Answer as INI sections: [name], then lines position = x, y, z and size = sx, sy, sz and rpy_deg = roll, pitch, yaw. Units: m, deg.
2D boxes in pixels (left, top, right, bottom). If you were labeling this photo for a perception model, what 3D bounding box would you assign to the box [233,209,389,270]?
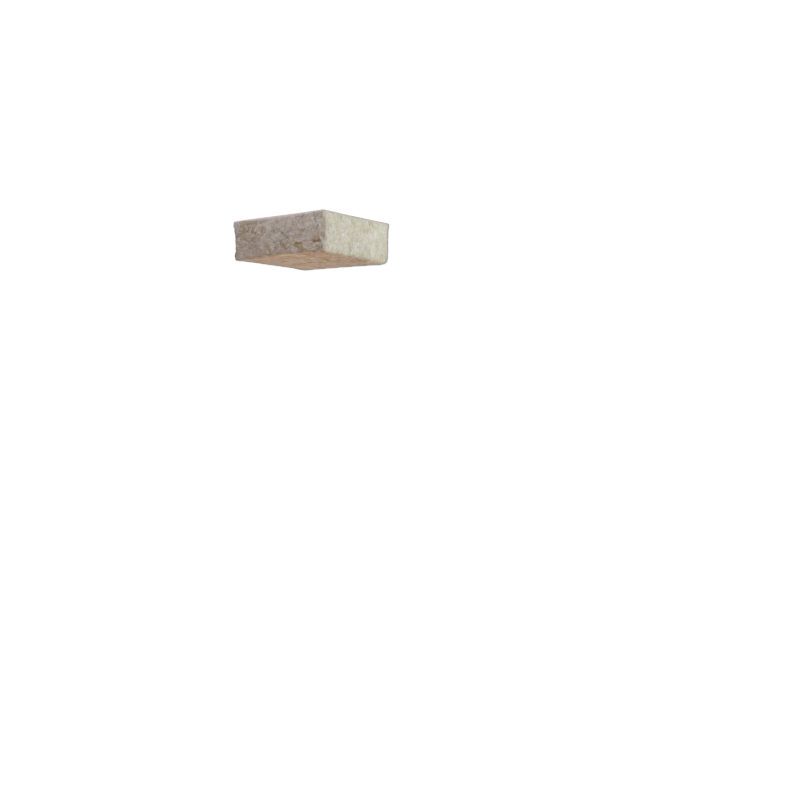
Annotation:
[box]
position = -0.074, -0.135, 0.943
size = 0.093, 0.039, 0.109
rpy_deg = -1, -2, 30
